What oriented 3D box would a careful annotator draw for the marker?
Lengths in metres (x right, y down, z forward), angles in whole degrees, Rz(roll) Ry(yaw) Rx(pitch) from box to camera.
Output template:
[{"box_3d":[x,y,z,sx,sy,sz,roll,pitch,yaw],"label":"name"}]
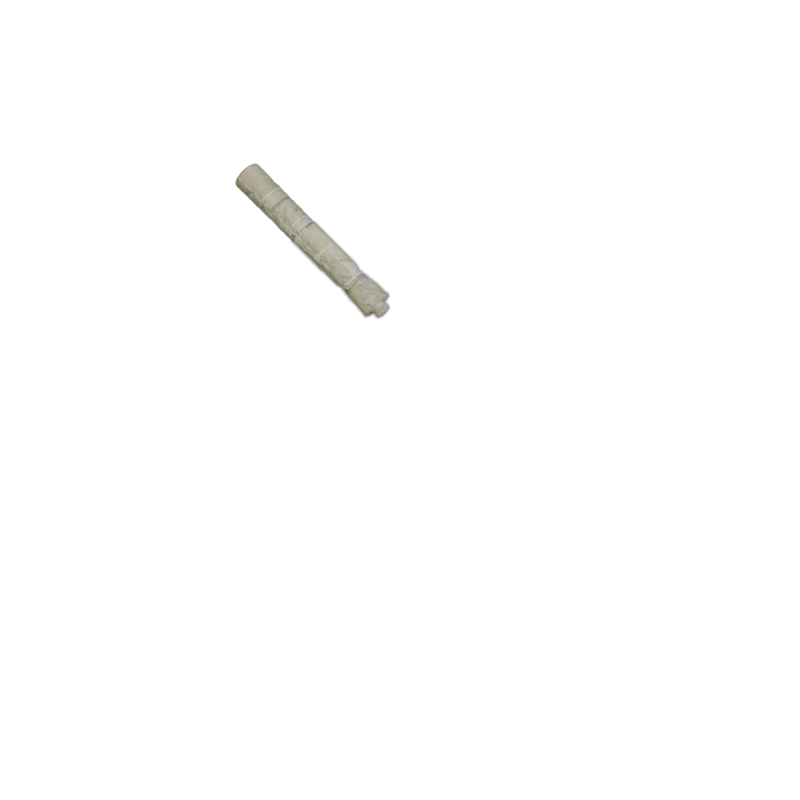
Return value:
[{"box_3d":[-0.051,-0.094,0.656,0.126,0.019,0.019,46,18,16],"label":"marker"}]
